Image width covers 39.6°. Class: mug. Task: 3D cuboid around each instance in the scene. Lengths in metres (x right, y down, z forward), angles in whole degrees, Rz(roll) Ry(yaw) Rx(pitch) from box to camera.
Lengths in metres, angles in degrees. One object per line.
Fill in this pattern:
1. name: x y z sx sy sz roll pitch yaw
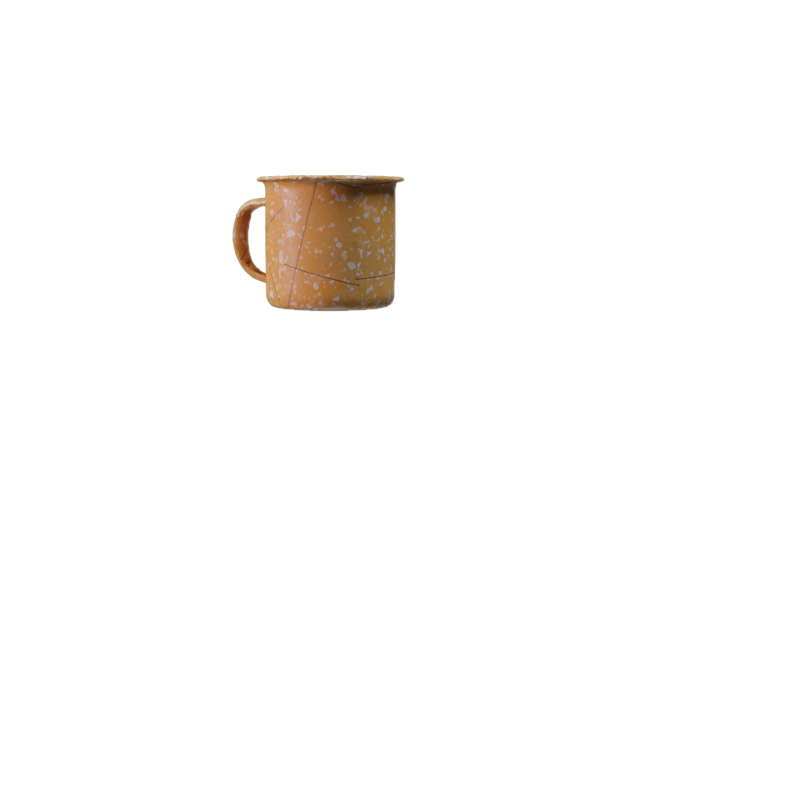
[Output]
1. mug: -0.055 -0.100 0.703 0.121 0.081 0.091 3 7 24
